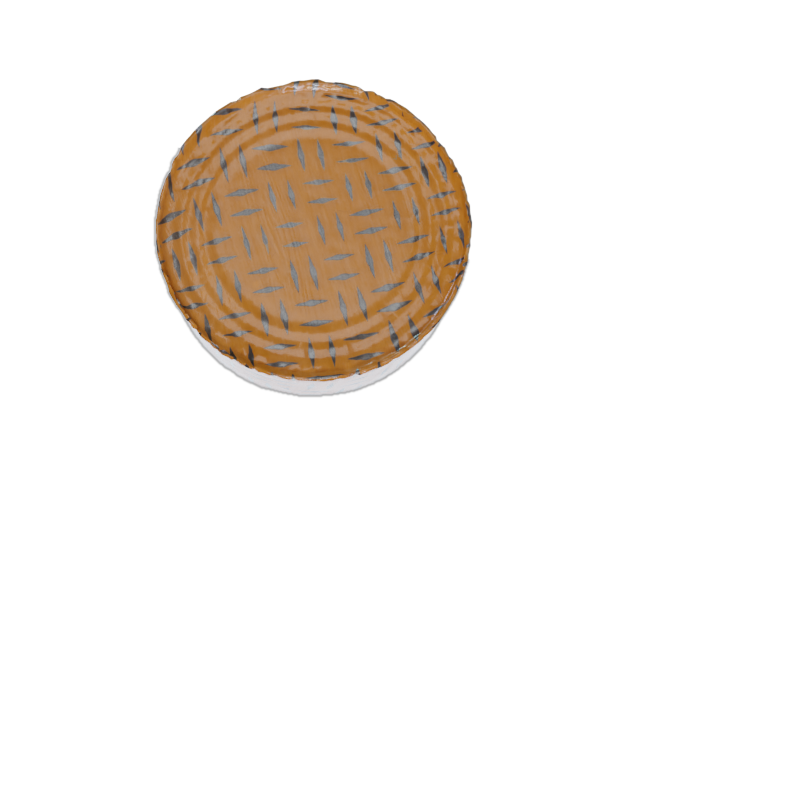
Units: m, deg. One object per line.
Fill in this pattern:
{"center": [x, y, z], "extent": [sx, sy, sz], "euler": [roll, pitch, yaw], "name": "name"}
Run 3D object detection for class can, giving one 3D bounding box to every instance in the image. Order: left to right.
{"center": [-0.025, -0.045, 0.315], "extent": [0.086, 0.089, 0.032], "euler": [0, -16, -1], "name": "can"}
